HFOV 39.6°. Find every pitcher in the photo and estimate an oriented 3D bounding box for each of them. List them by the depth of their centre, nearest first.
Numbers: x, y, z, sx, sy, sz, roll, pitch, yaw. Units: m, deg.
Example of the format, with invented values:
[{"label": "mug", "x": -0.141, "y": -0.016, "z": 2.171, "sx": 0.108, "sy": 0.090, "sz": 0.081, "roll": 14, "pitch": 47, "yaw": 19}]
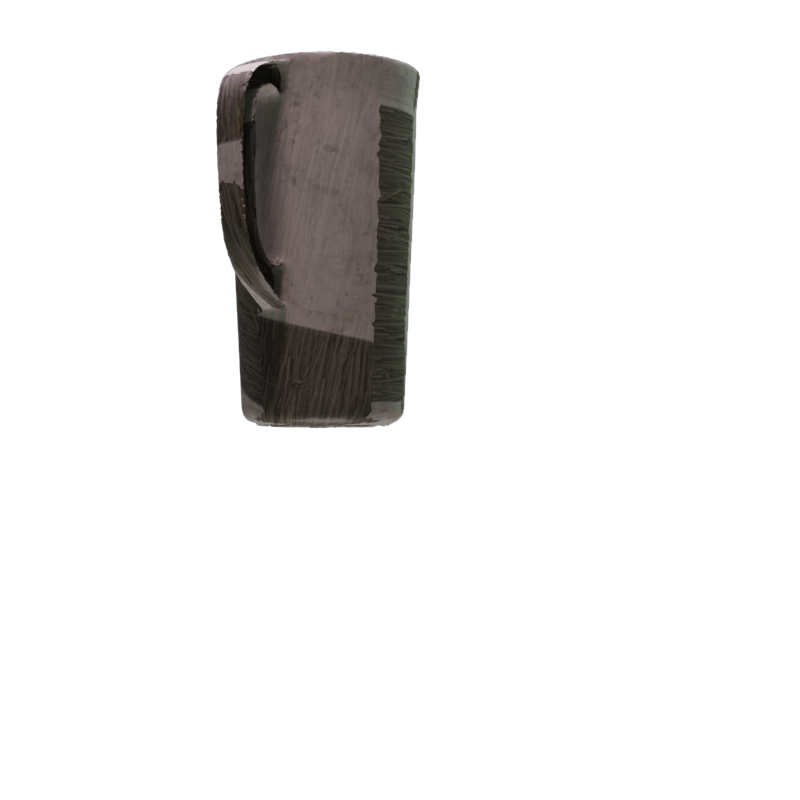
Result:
[{"label": "pitcher", "x": -0.058, "y": -0.106, "z": 0.740, "sx": 0.146, "sy": 0.247, "sz": 0.146, "roll": 1, "pitch": -5, "yaw": -16}]
